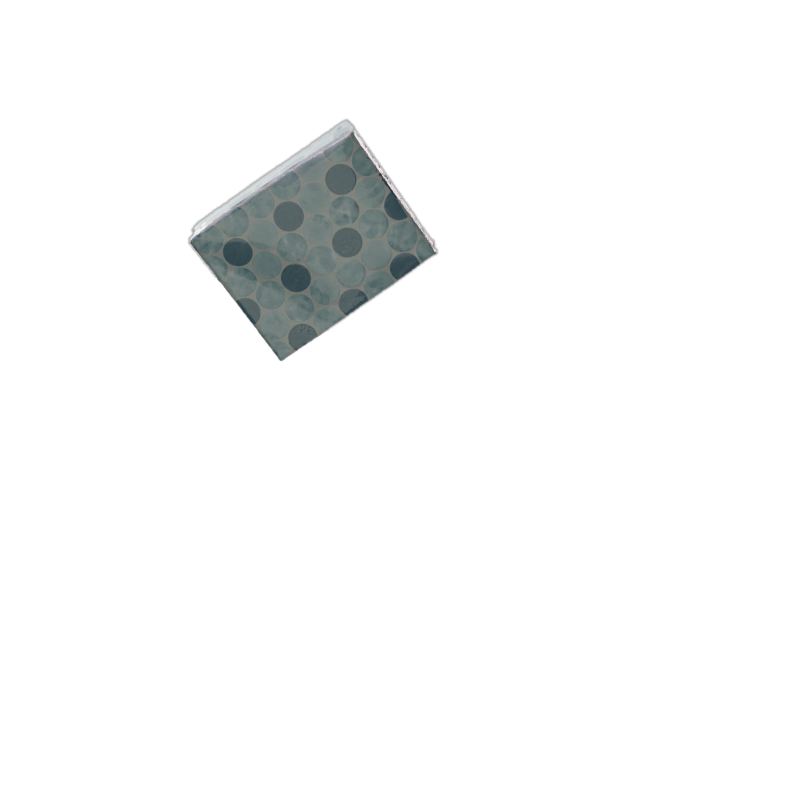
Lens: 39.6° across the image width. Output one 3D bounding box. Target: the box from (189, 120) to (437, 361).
[{"bbox_3d":[-0.050,-0.091,0.634,0.113,0.087,0.040,-33,14,8],"label":"box"}]
